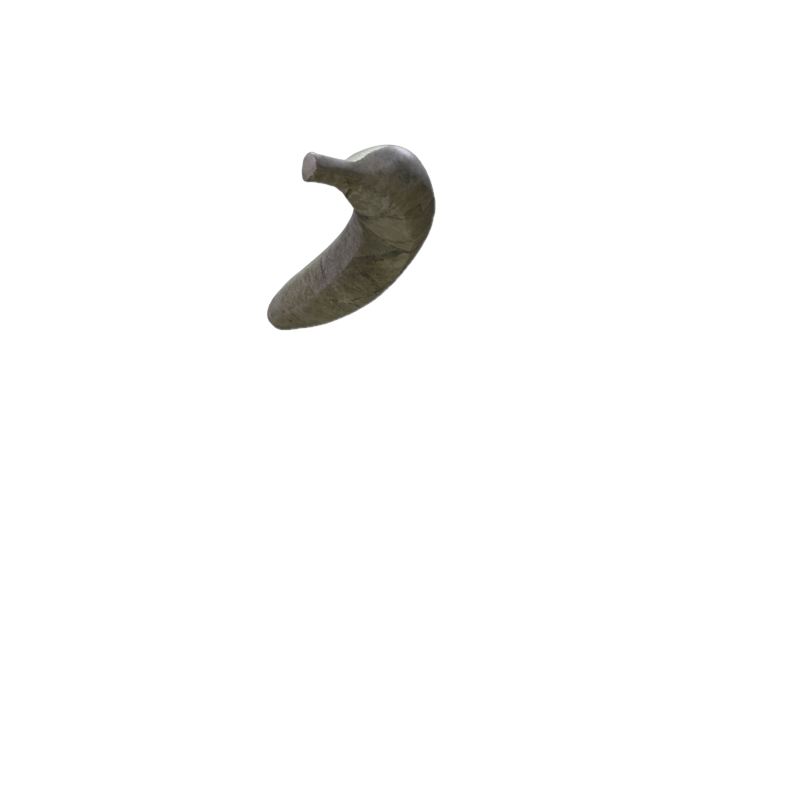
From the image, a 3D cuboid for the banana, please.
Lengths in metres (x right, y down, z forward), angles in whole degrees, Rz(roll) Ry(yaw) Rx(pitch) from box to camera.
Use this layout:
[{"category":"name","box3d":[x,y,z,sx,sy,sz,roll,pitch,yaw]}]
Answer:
[{"category":"banana","box3d":[-0.023,-0.078,0.538,0.069,0.039,0.191,3,-18,-10]}]
